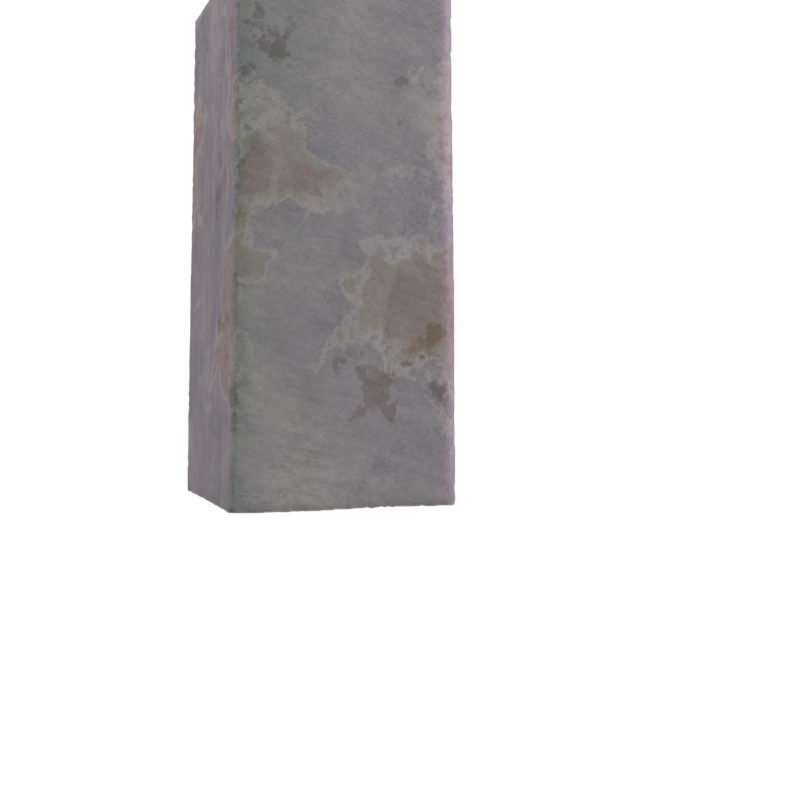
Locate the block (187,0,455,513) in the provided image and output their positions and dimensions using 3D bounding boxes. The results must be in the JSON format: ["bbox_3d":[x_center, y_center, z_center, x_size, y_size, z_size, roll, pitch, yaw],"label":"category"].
[{"bbox_3d":[-0.035,-0.065,0.456,0.088,0.209,0.092,2,-6,-20],"label":"block"}]
